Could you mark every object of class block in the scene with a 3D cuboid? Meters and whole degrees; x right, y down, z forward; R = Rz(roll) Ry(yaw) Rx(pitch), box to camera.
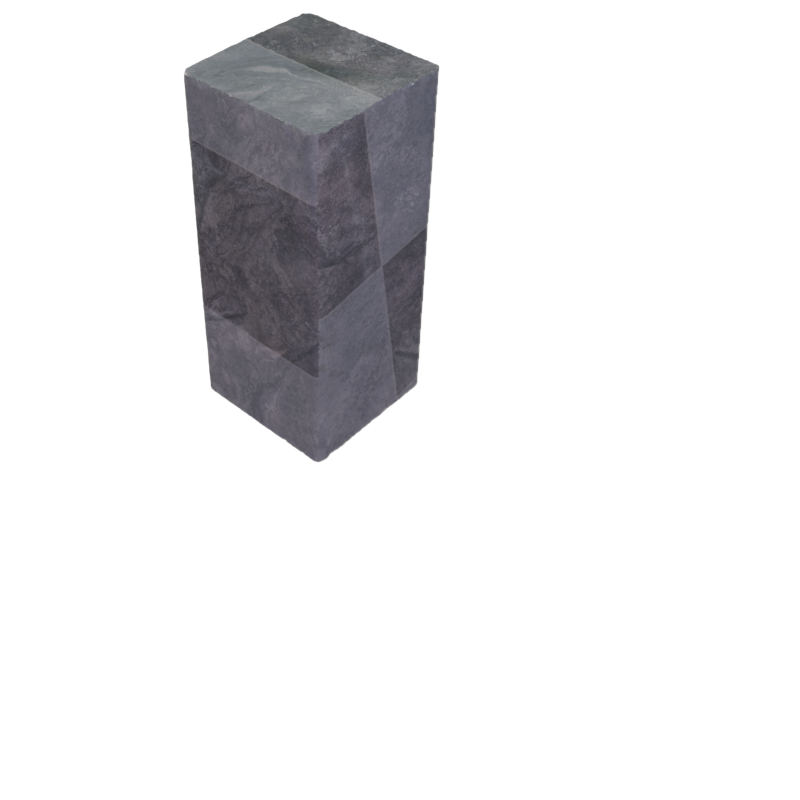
[{"bbox_3d":[-0.046,-0.083,0.582,0.096,0.192,0.091,31,48,29],"label":"block"}]
